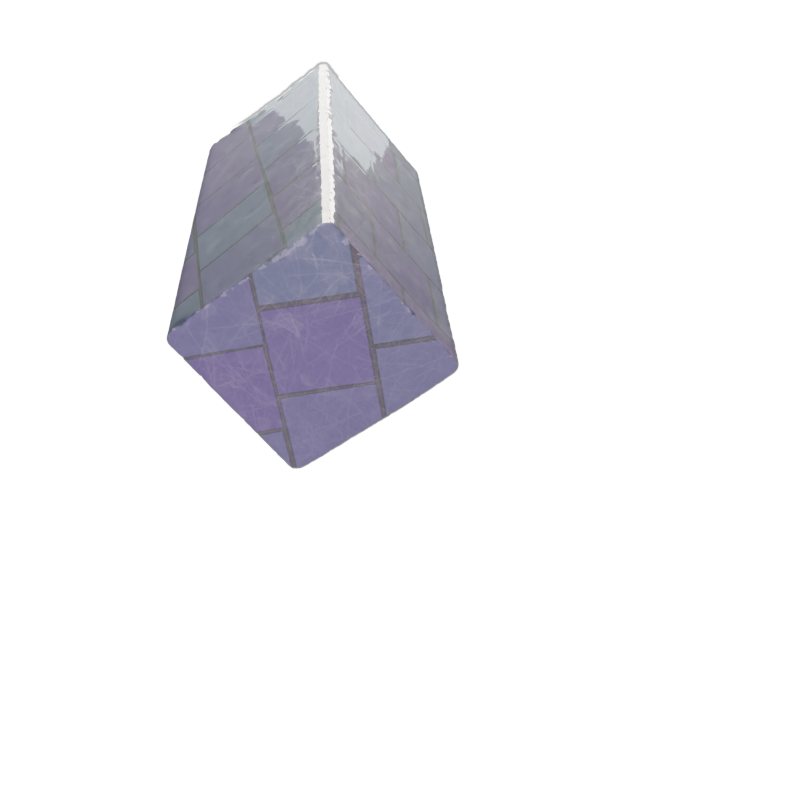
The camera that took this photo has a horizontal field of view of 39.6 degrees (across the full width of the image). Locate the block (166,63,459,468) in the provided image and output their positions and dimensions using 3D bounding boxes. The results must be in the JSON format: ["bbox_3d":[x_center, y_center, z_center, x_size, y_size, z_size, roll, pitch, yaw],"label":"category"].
[{"bbox_3d":[-0.043,-0.078,0.548,0.090,0.085,0.219,-34,28,16],"label":"block"}]
